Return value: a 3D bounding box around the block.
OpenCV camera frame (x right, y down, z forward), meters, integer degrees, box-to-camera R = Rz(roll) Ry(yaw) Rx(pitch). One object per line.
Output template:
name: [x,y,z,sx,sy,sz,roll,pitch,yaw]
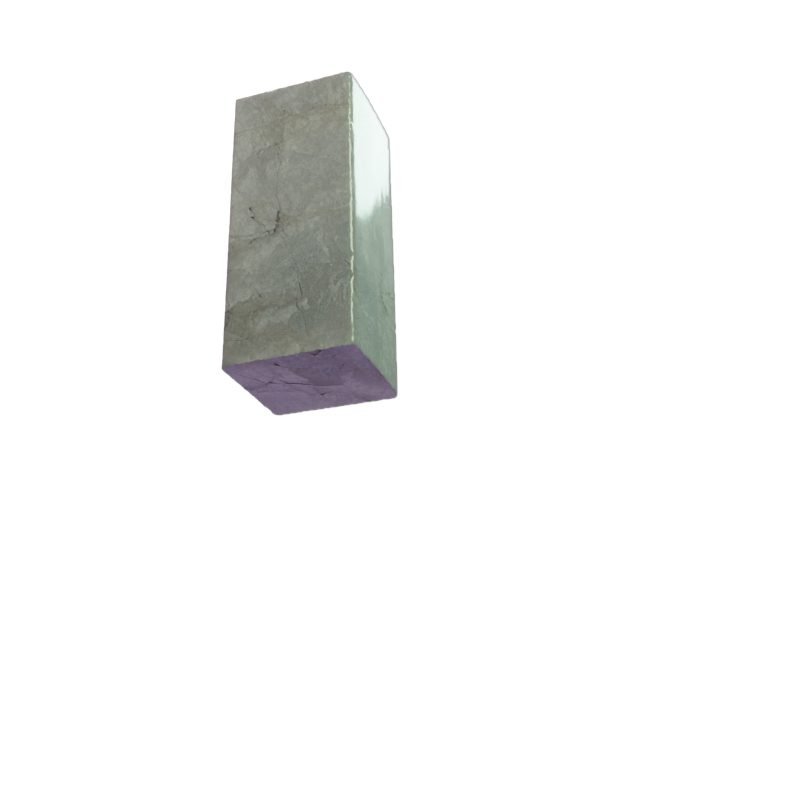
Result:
block: [-0.058,-0.107,0.751,0.092,0.219,0.084,-11,-29,16]
